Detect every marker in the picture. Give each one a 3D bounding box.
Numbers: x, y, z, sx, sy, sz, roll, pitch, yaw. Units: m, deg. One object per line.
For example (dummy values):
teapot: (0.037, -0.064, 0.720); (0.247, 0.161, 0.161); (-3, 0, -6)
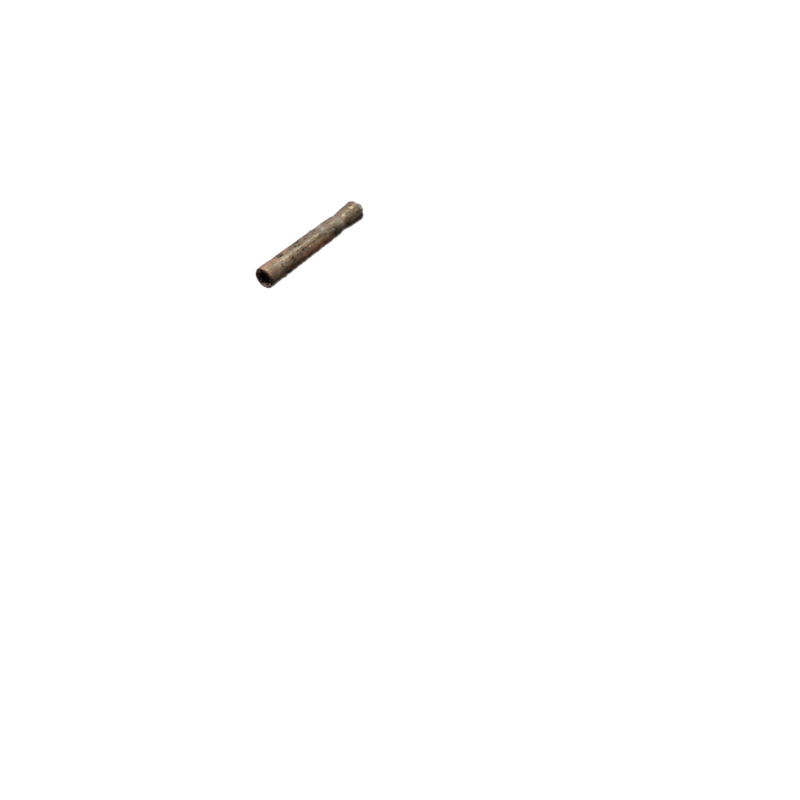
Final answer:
marker: (-0.071, -0.130, 0.909); (0.021, 0.019, 0.123); (3, 36, 44)
